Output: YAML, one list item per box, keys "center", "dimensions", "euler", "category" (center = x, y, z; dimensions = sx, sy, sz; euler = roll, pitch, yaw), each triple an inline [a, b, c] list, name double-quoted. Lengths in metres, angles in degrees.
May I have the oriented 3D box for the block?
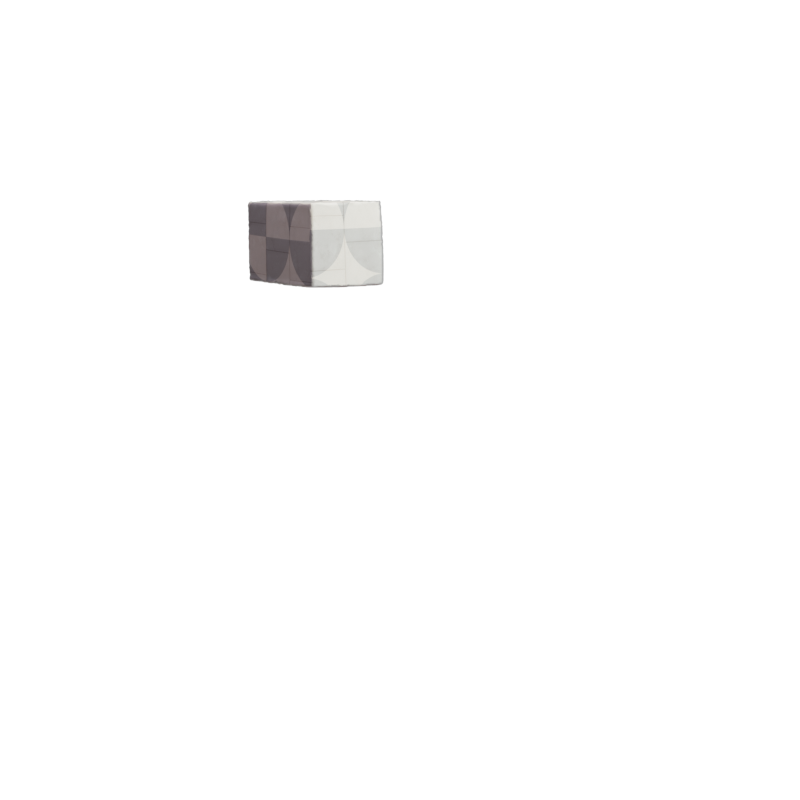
- center: [-0.054, -0.098, 0.687]
  dimensions: [0.051, 0.051, 0.082]
  euler: [-5, 10, -36]
  category: "block"
